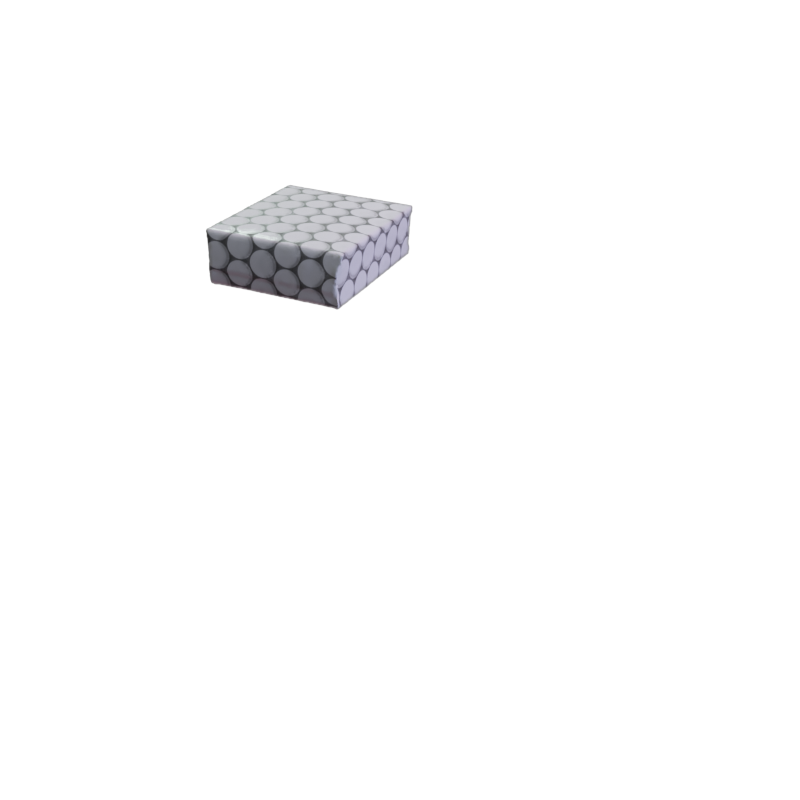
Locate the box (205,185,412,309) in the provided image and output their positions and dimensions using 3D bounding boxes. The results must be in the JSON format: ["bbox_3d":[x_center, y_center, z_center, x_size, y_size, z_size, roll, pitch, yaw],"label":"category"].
[{"bbox_3d":[-0.054,-0.098,0.686,0.093,0.037,0.115,11,29,20],"label":"box"}]
